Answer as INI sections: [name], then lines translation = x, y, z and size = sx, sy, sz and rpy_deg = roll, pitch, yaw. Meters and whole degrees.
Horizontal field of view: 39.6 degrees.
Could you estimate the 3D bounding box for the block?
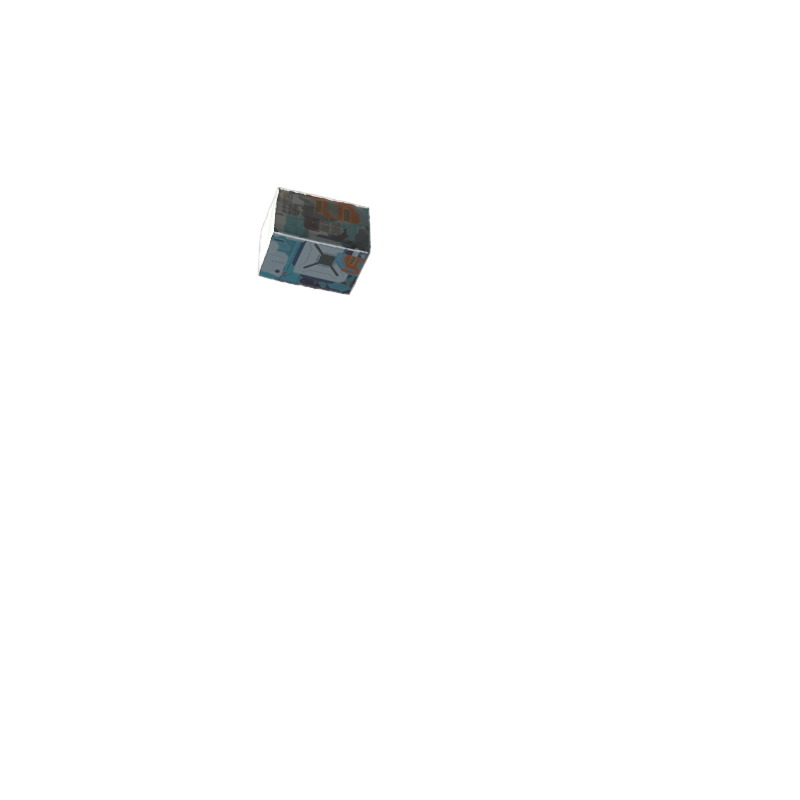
[block]
translation = -0.067, -0.123, 0.861
size = 0.076, 0.055, 0.050
rpy_deg = 11, -43, -14
